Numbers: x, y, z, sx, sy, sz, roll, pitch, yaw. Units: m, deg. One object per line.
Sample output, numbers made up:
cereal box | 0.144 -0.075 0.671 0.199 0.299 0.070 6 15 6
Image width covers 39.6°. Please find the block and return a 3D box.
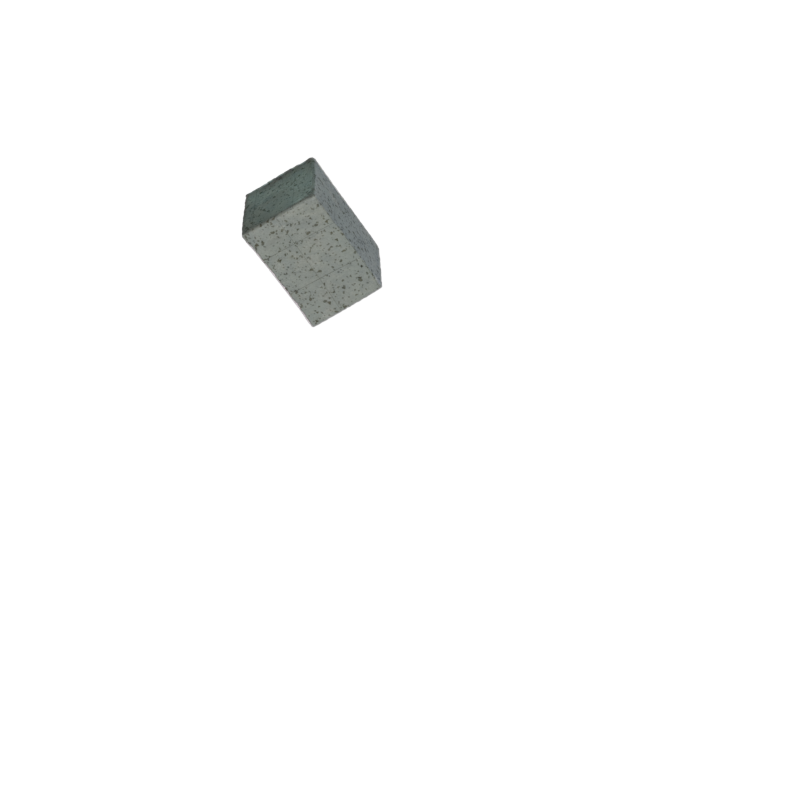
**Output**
block | -0.053 -0.096 0.673 0.053 0.073 0.055 -28 29 15
